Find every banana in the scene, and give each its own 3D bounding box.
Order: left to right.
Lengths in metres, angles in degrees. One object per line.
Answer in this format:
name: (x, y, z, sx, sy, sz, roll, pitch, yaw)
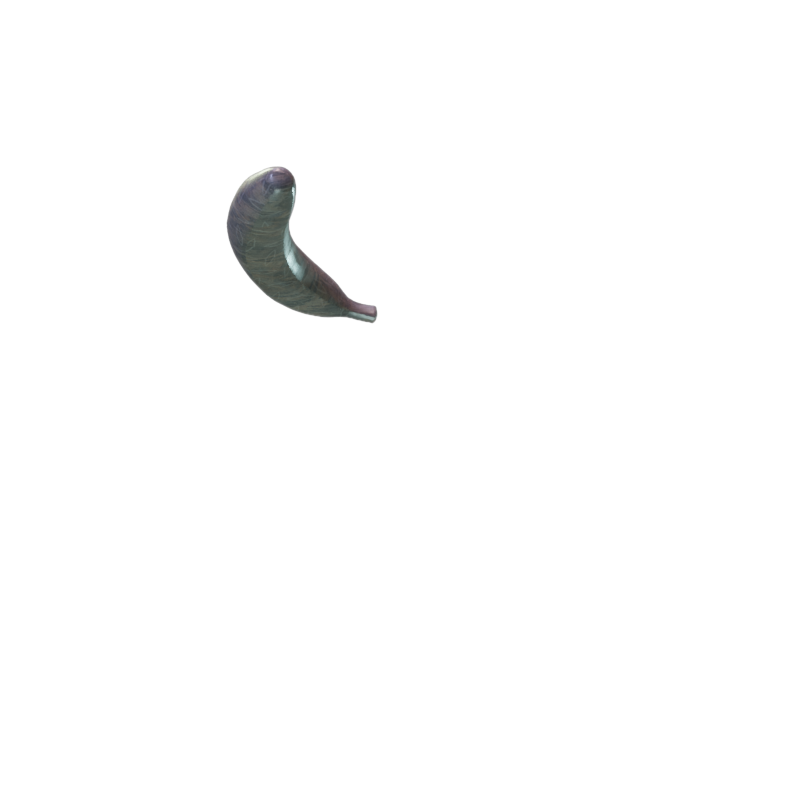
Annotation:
banana: (-0.071, -0.095, 0.692, 0.071, 0.039, 0.185, -6, -20, 14)
